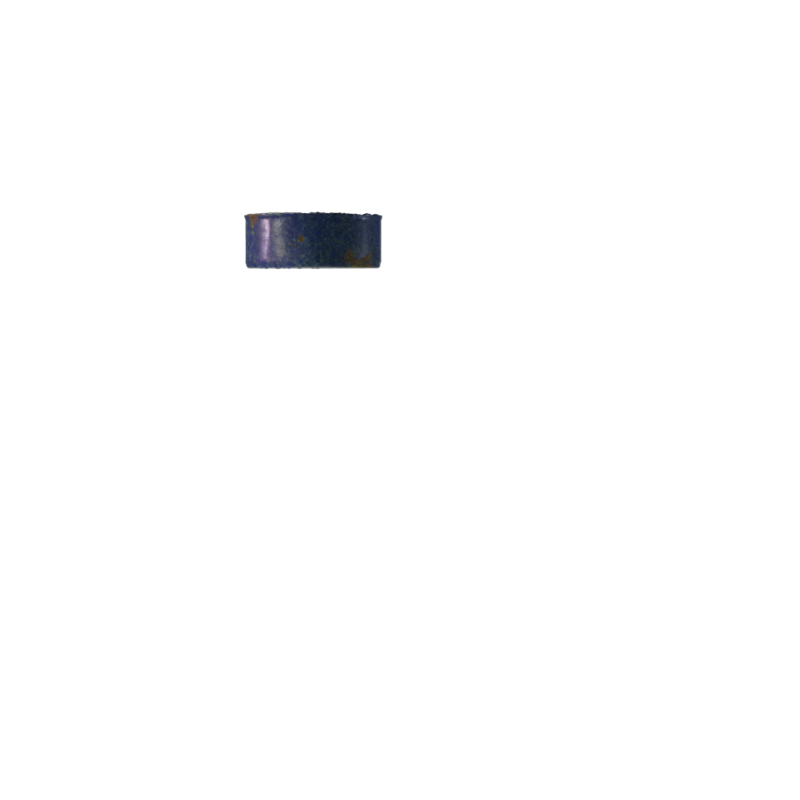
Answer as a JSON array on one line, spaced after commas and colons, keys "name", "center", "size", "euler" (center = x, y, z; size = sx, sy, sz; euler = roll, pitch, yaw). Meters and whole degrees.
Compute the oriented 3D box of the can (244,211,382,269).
[{"name": "can", "center": [-0.054, -0.098, 0.686], "size": [0.086, 0.033, 0.087], "euler": [0, 6, -2]}]
